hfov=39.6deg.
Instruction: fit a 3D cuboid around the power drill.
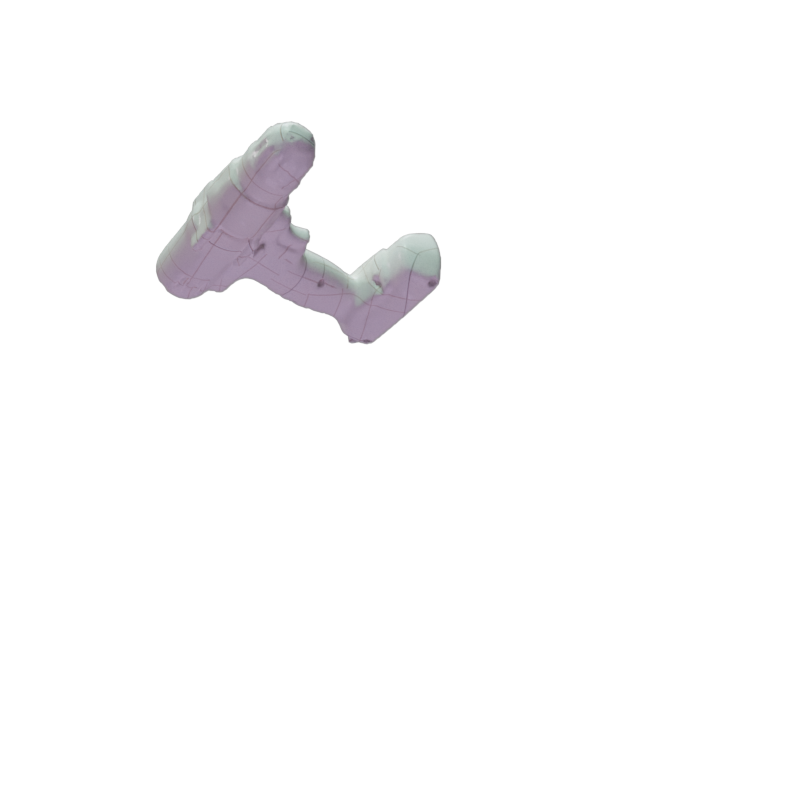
[{"bbox_3d":[-0.065,-0.118,0.825,0.178,0.061,0.181,21,-40,-28],"label":"power drill"}]
